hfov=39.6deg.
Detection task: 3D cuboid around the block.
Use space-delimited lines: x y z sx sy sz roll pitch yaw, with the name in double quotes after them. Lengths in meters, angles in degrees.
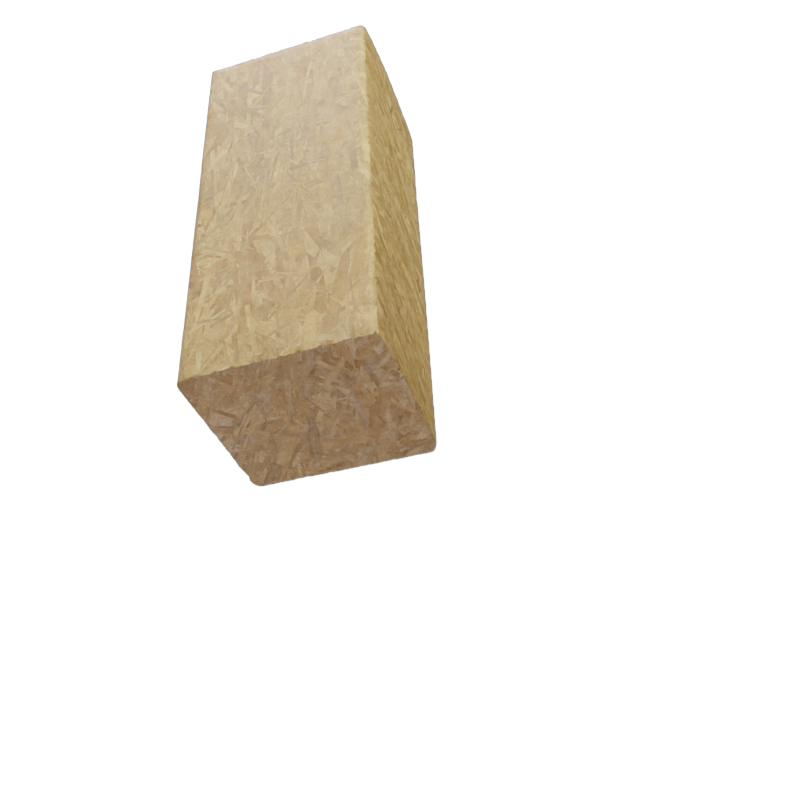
-0.042 -0.077 0.542 0.091 0.221 0.083 -14 -41 13 "block"
